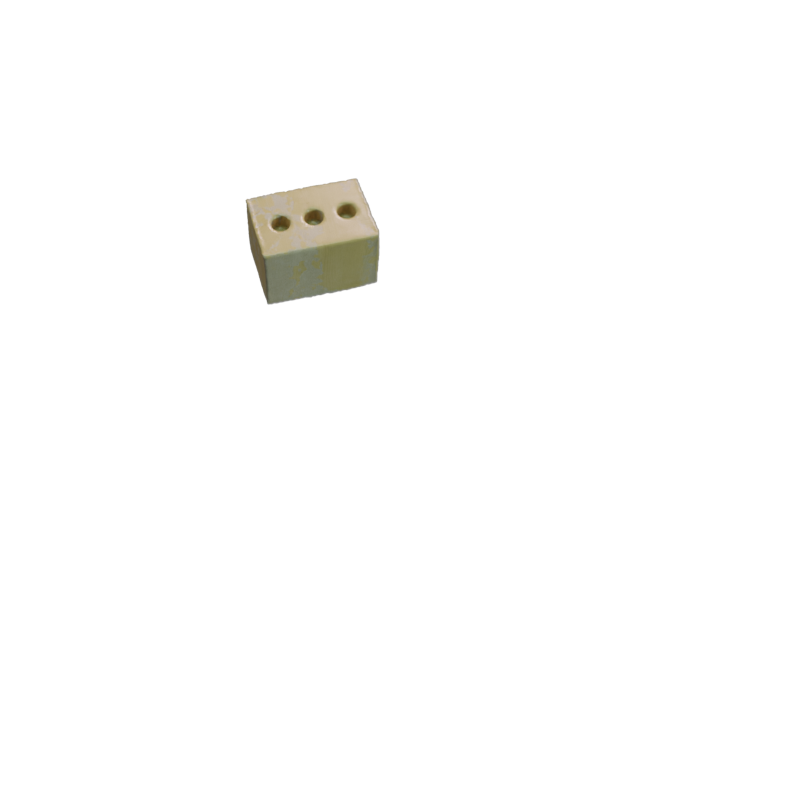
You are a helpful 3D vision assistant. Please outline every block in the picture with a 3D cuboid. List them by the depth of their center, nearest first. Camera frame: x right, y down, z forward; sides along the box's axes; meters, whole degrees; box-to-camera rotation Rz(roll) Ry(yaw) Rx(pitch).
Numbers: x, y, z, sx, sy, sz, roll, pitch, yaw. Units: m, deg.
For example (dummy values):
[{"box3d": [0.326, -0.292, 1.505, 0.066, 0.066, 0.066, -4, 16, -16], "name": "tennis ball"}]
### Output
[{"box3d": [-0.057, -0.104, 0.725, 0.077, 0.057, 0.048, -13, -35, -11], "name": "block"}]
